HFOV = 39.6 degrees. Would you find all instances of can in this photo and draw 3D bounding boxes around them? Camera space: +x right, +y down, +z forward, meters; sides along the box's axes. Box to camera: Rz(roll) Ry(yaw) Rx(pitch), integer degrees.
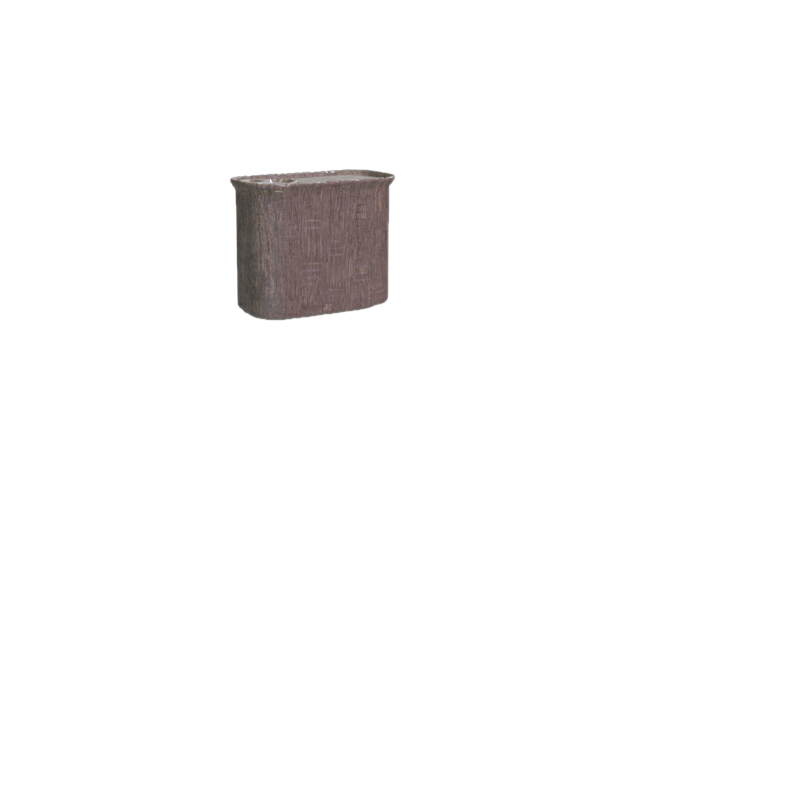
[{"bbox_3d":[-0.055,-0.100,0.700,0.099,0.082,0.061,-8,15,-31],"label":"can"}]
